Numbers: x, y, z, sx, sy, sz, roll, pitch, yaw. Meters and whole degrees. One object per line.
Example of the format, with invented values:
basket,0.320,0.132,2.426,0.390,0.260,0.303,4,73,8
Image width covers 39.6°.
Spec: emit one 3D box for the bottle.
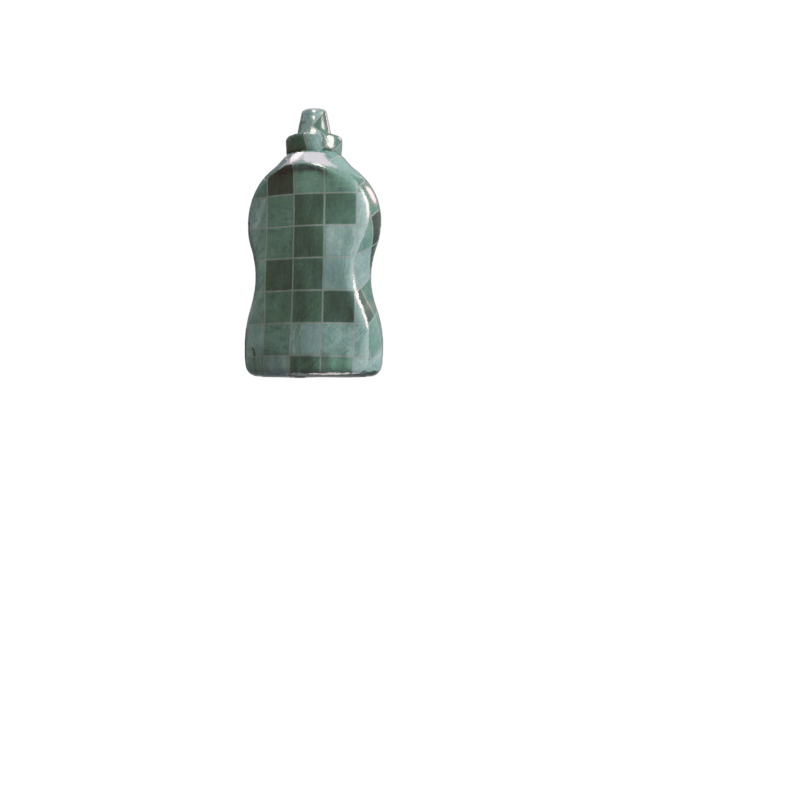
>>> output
bottle,-0.062,-0.113,0.789,0.098,0.195,0.056,-3,-7,23
